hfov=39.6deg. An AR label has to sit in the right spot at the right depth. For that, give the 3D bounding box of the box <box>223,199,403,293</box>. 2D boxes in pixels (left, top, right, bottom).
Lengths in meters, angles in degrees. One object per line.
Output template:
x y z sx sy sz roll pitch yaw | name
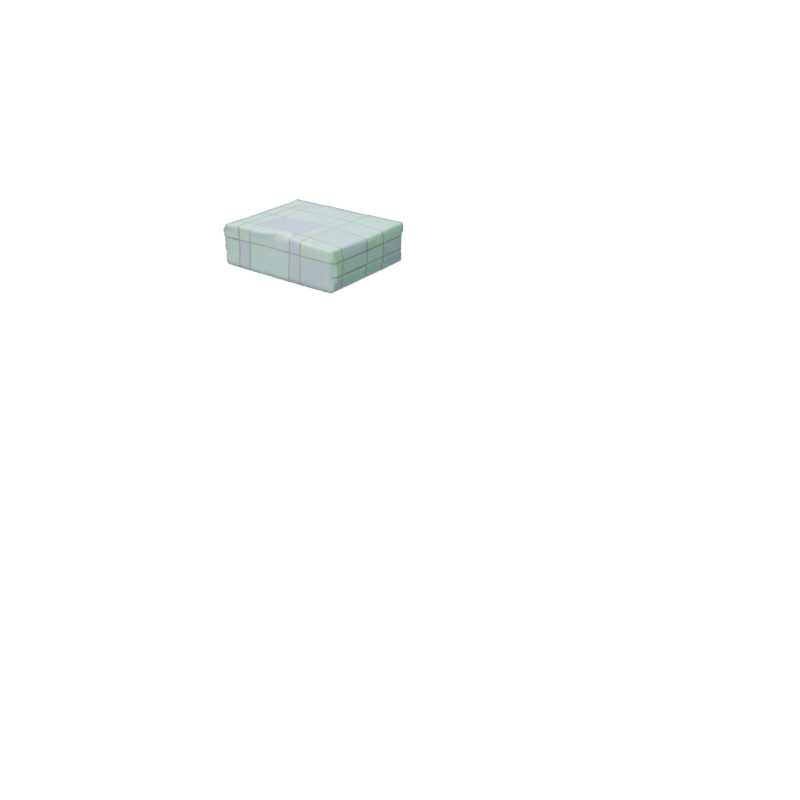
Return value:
-0.055 -0.100 0.701 0.094 0.029 0.073 18 30 34 | box
